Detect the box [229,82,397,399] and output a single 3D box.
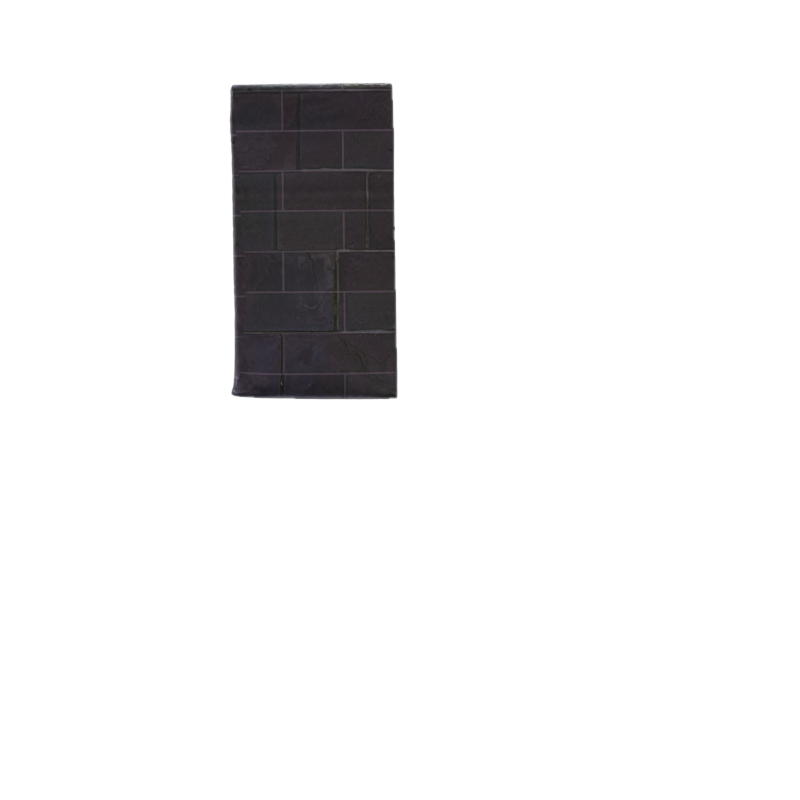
[{"bbox_3d":[-0.049,-0.090,0.631,0.093,0.178,0.048,0,-4,-1],"label":"box"}]
